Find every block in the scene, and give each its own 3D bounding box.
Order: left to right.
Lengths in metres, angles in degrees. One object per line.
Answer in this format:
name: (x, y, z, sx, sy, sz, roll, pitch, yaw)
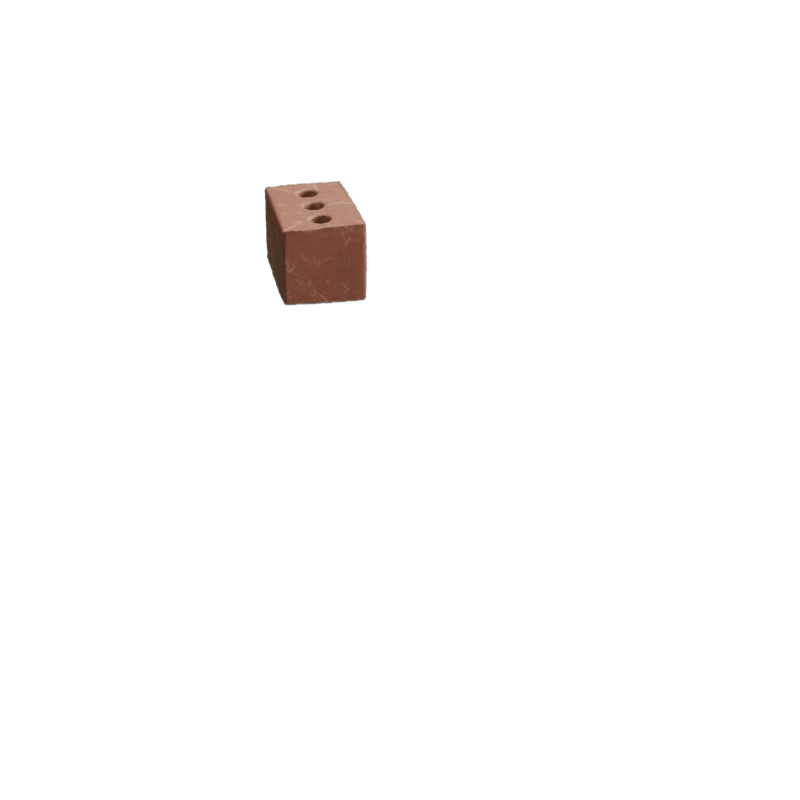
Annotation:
block: (-0.055, -0.100, 0.703, 0.052, 0.048, 0.083, -6, 29, -13)
